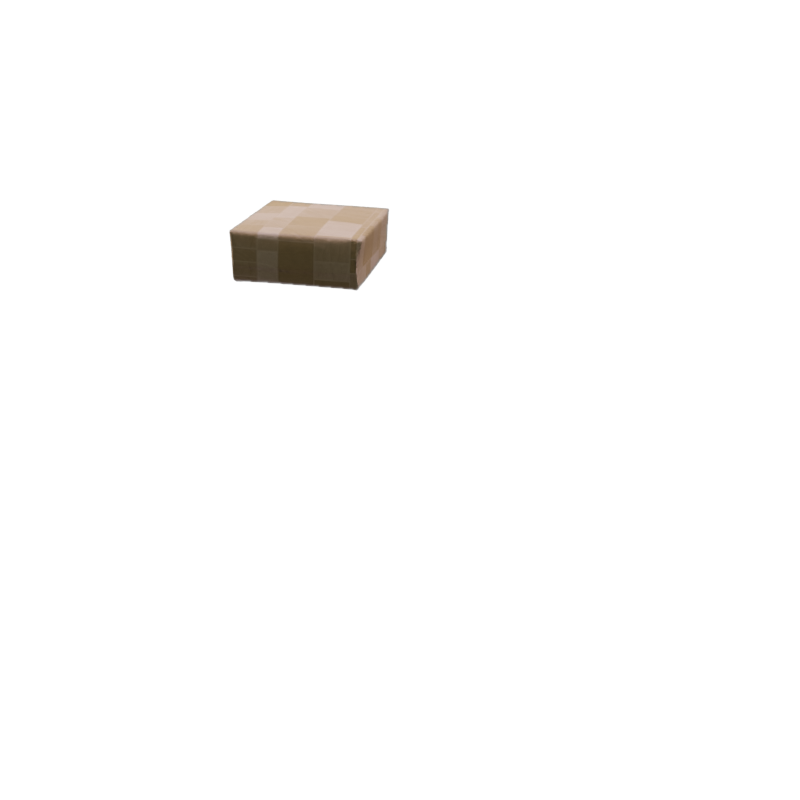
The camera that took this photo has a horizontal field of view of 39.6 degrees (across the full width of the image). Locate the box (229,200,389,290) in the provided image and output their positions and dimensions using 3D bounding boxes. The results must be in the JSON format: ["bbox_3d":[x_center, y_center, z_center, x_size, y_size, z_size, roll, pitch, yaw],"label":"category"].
[{"bbox_3d":[-0.061,-0.110,0.772,0.091,0.037,0.117,4,22,9],"label":"box"}]
